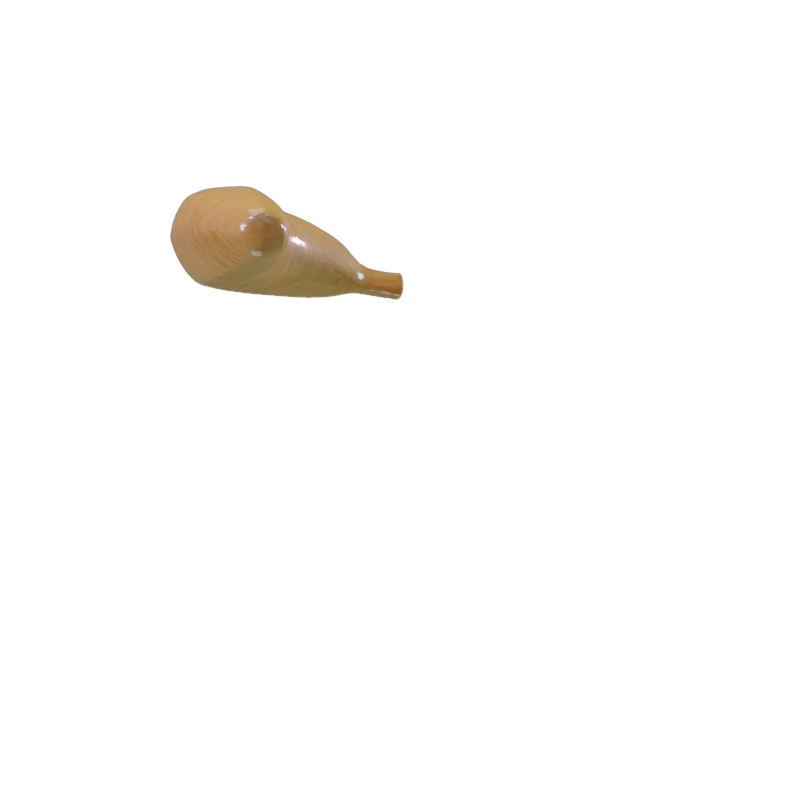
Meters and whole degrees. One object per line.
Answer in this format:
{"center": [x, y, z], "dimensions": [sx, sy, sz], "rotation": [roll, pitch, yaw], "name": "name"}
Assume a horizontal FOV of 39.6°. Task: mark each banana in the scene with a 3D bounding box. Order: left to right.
{"center": [-0.050, -0.061, 0.430], "dimensions": [0.071, 0.037, 0.193], "rotation": [0, 3, 12], "name": "banana"}
